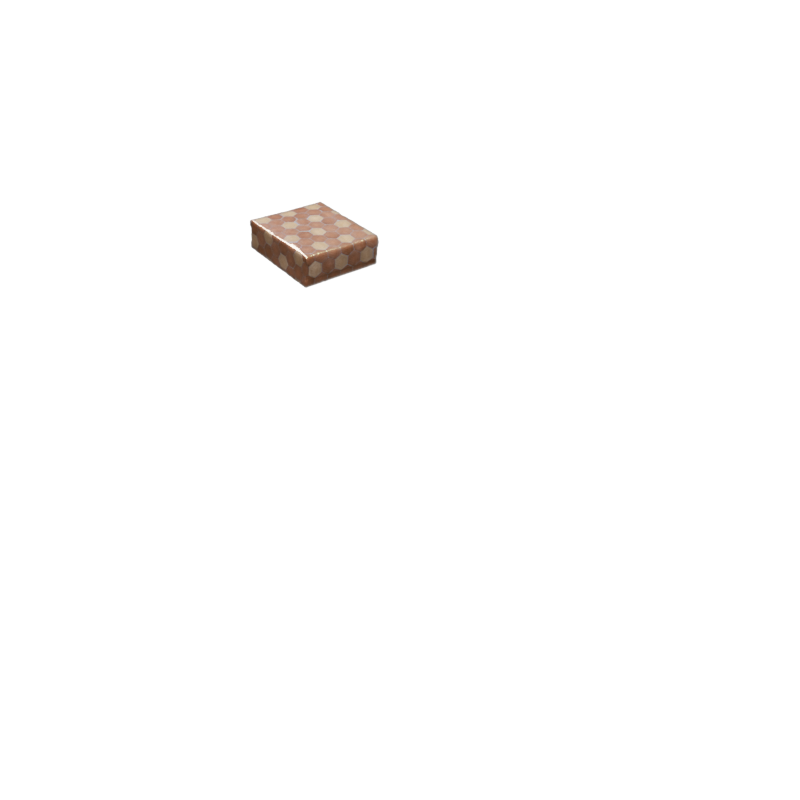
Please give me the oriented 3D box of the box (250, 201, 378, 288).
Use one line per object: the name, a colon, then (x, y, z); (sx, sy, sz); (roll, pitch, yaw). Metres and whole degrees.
box: (-0.073, -0.133, 0.934); (0.072, 0.028, 0.096); (-20, 37, -30)
